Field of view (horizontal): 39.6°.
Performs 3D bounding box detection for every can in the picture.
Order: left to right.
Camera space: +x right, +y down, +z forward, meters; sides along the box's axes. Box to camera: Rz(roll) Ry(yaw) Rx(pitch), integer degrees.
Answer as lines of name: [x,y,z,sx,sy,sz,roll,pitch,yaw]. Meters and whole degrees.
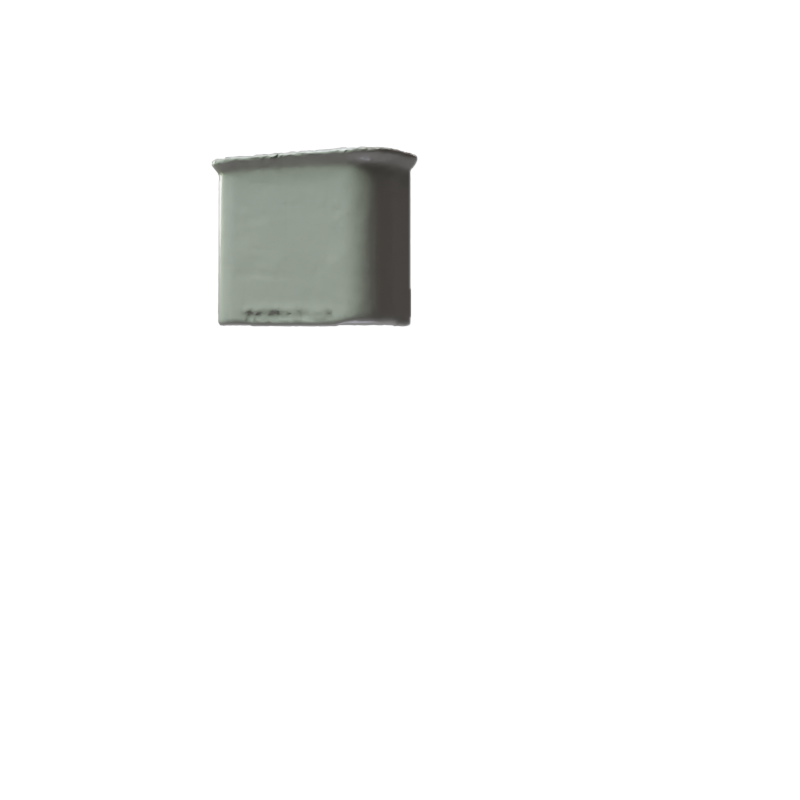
can: [-0.043,-0.079,0.552,0.105,0.084,0.055,1,0,28]
